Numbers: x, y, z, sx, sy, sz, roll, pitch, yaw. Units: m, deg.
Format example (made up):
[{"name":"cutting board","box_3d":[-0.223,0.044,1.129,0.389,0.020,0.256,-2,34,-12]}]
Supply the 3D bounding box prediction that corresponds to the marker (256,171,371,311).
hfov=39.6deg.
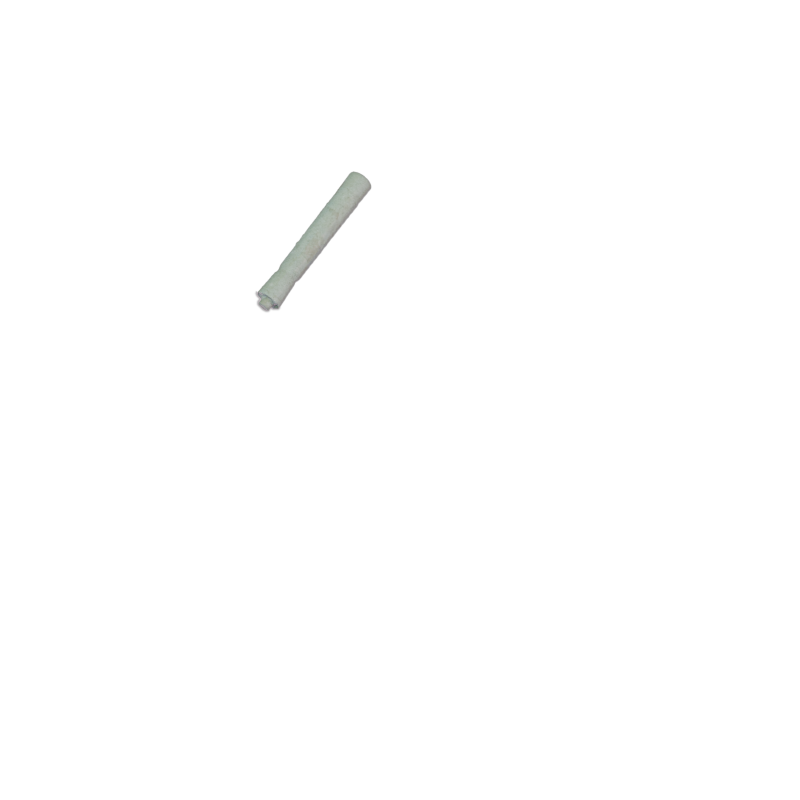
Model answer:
[{"name":"marker","box_3d":[-0.061,-0.110,0.773,0.020,0.124,0.019,30,-22,10]}]
